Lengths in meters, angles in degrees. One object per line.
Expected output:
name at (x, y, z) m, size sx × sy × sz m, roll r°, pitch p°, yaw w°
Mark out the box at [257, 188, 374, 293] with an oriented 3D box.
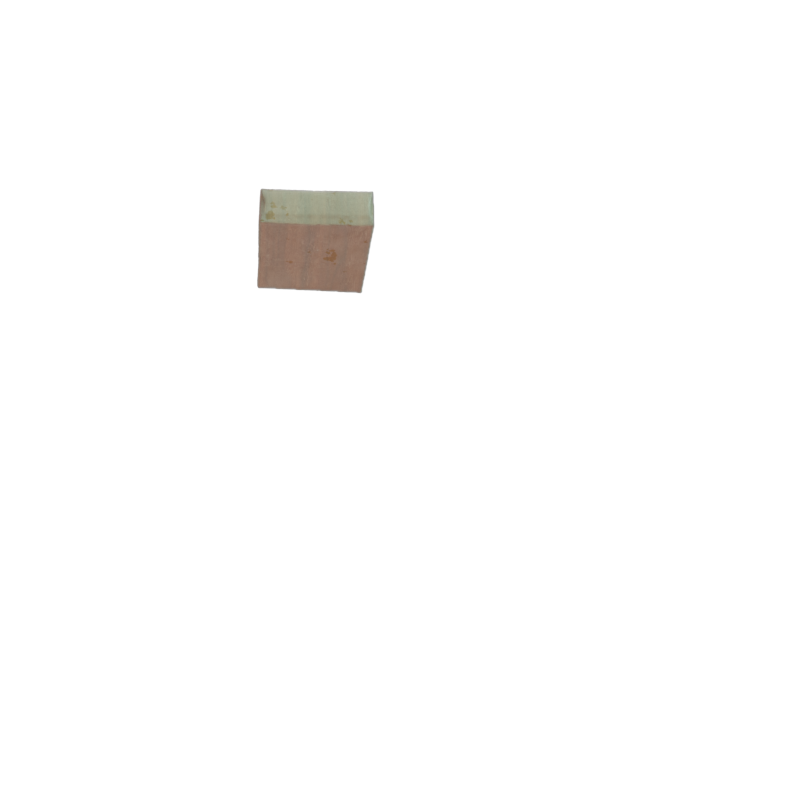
box at (-0.058, -0.105, 0.735) m, size 0.073 × 0.032 × 0.085 m, roll 2°, pitch -26°, yaw -5°
